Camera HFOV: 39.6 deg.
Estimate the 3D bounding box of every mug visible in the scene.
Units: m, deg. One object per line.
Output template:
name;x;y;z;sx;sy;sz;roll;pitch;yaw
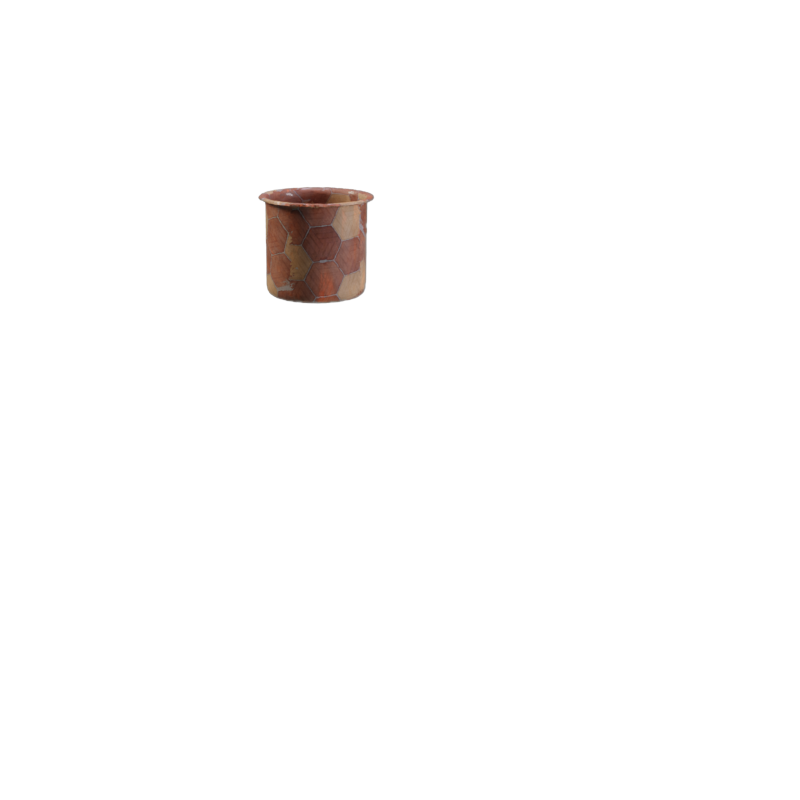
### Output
mug;-0.071;-0.130;0.911;0.092;0.079;0.123;-4;17;-14
